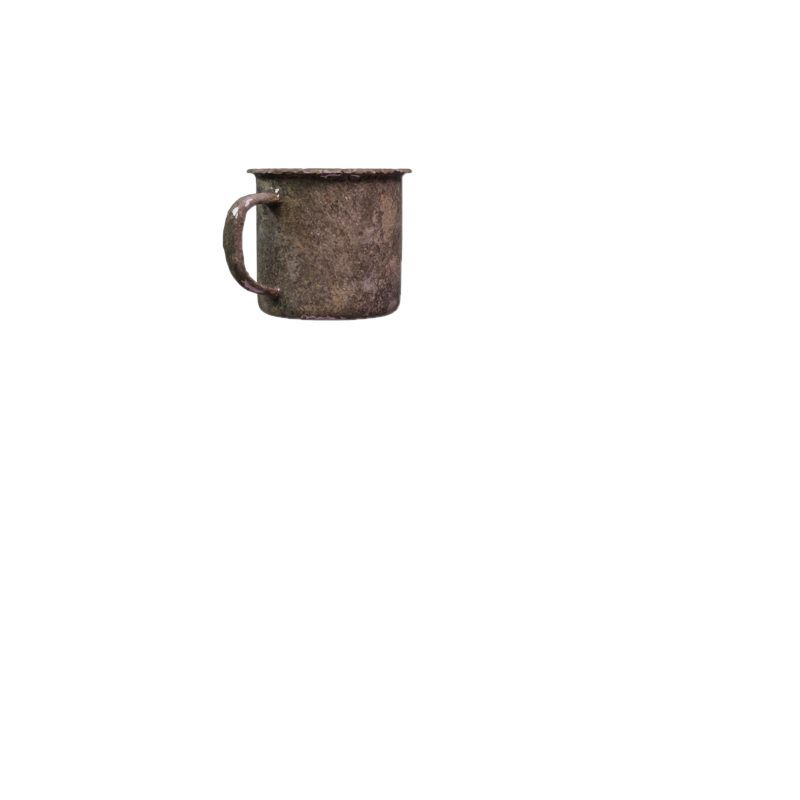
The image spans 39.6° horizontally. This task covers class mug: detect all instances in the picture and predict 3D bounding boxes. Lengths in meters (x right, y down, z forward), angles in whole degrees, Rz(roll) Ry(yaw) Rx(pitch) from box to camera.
[{"bbox_3d":[-0.048,-0.088,0.618,0.098,0.080,0.114,9,13,44],"label":"mug"}]
